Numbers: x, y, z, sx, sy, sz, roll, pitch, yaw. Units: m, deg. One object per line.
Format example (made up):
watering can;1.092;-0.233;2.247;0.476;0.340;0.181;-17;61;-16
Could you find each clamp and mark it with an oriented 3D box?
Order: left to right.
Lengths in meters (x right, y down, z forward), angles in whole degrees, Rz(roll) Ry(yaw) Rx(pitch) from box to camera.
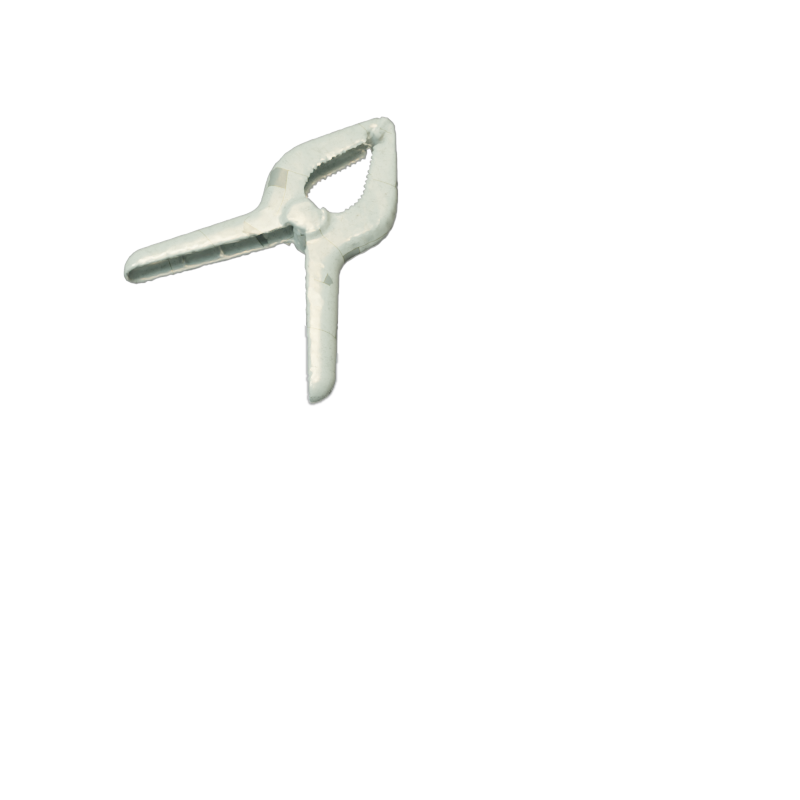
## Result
clamp;-0.059;-0.107;0.751;0.172;0.213;0.034;38;-21;17
